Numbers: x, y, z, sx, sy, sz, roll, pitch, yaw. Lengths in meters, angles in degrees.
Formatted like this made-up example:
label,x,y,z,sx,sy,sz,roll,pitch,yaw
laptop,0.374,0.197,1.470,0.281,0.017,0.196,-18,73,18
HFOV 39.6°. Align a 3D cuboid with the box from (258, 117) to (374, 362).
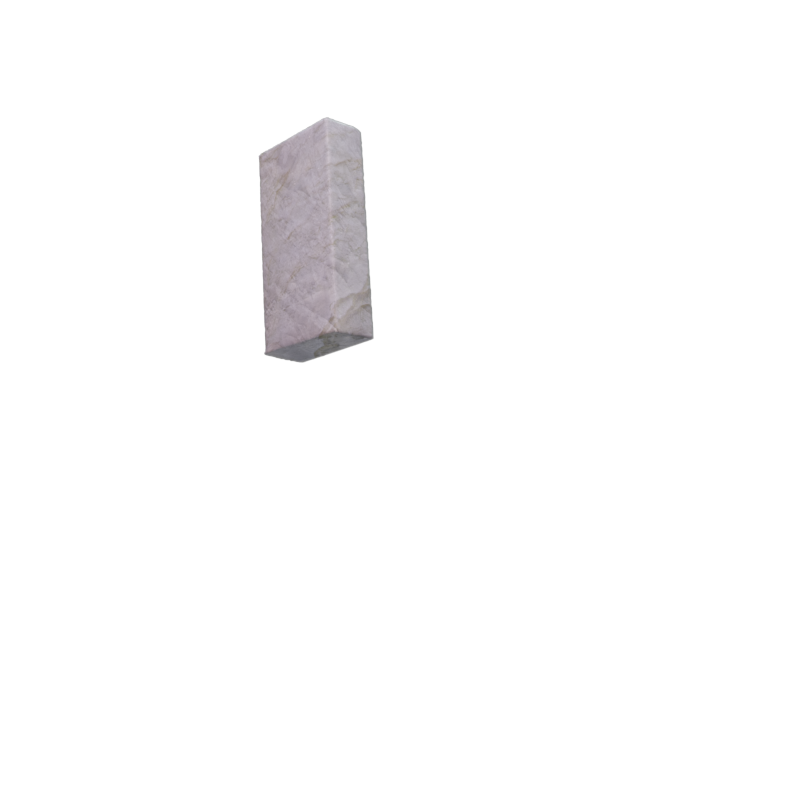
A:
label,x,y,z,sx,sy,sz,roll,pitch,yaw
box,-0.069,-0.126,0.883,0.045,0.184,0.094,15,-24,-40
